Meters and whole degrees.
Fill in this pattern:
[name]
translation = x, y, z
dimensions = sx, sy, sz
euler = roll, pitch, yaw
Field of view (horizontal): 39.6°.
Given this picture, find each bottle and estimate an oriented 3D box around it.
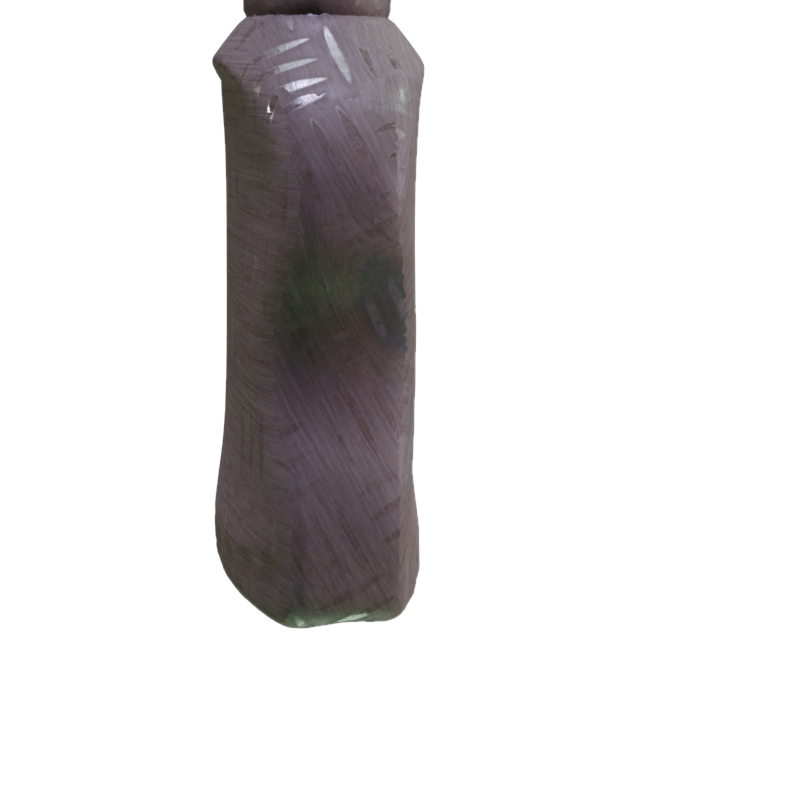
[bottle]
translation = -0.024, -0.045, 0.314
dimensions = 0.058, 0.187, 0.100
euler = -1, 11, -12
